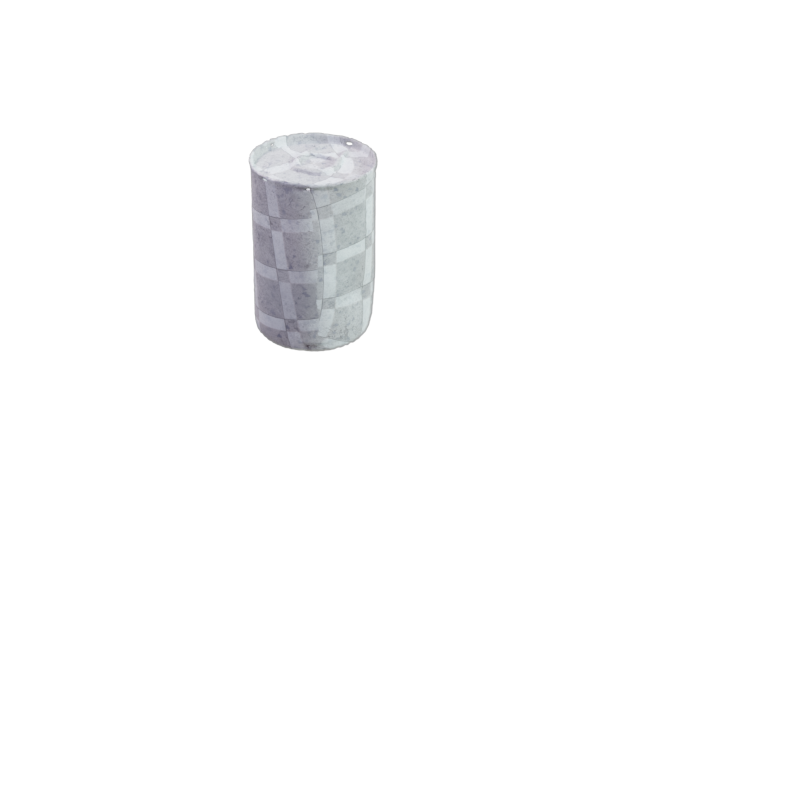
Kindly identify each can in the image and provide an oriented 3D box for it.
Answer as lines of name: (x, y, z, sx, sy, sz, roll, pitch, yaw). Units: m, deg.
can: (-0.048, -0.087, 0.607, 0.068, 0.096, 0.073, 0, 32, -3)
